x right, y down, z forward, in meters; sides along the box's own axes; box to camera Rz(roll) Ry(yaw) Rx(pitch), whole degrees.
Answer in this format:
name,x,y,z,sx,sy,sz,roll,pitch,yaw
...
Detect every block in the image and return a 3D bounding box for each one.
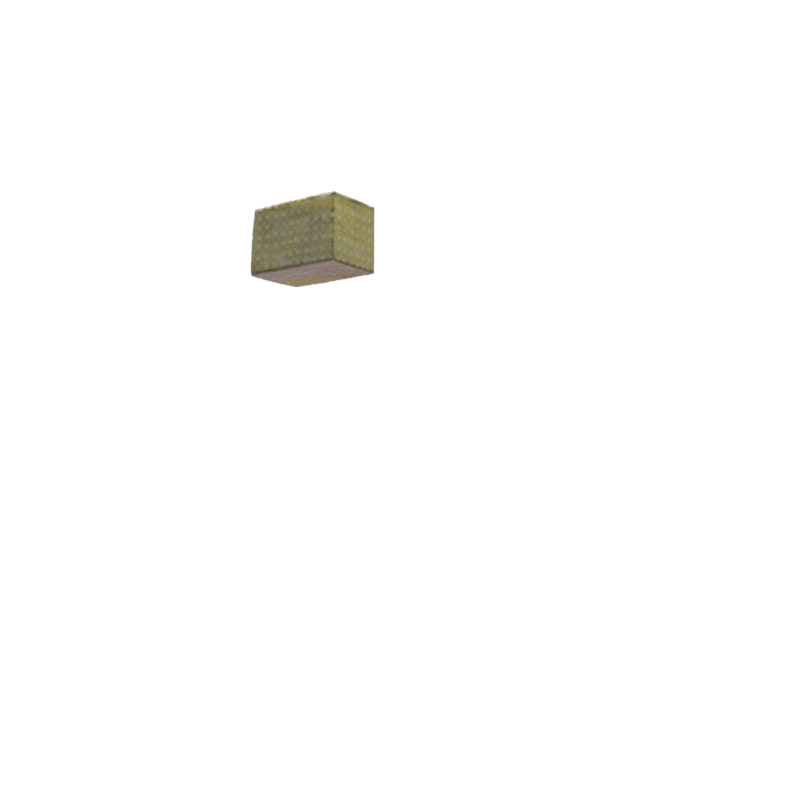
name,x,y,z,sx,sy,sz,roll,pitch,yaw
block,-0.064,-0.116,0.815,0.080,0.053,0.050,-7,-13,35
